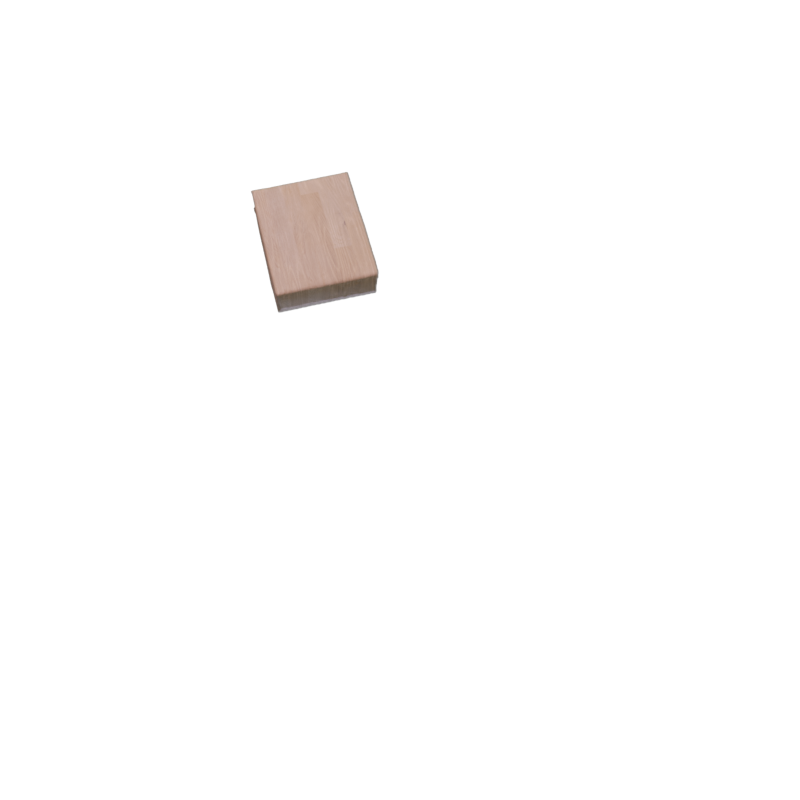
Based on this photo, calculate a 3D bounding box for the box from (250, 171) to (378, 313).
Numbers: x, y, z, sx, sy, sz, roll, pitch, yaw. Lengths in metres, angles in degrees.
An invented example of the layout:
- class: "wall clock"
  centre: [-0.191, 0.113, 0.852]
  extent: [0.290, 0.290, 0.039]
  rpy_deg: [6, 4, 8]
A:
- class: "box"
  centre: [-0.076, -0.139, 0.973]
  extent: [0.089, 0.122, 0.036]
  rpy_deg: [-12, -30, -8]
